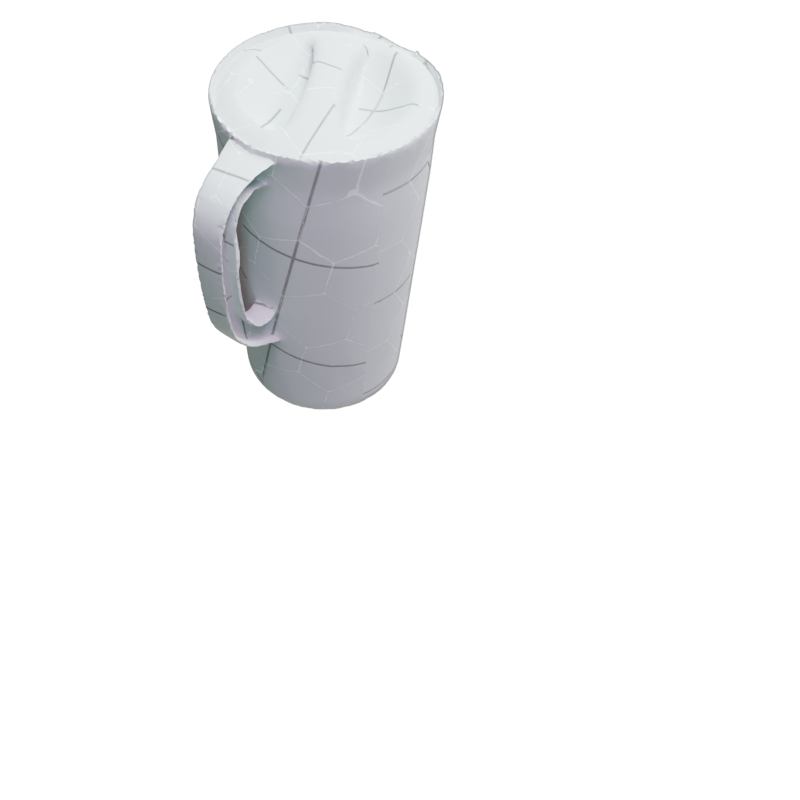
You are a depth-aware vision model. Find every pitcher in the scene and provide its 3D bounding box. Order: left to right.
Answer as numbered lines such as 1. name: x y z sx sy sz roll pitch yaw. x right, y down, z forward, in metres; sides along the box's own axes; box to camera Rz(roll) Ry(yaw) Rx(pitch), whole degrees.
1. pitcher: -0.055 -0.100 0.700 0.148 0.157 0.226 -6 -42 -8
